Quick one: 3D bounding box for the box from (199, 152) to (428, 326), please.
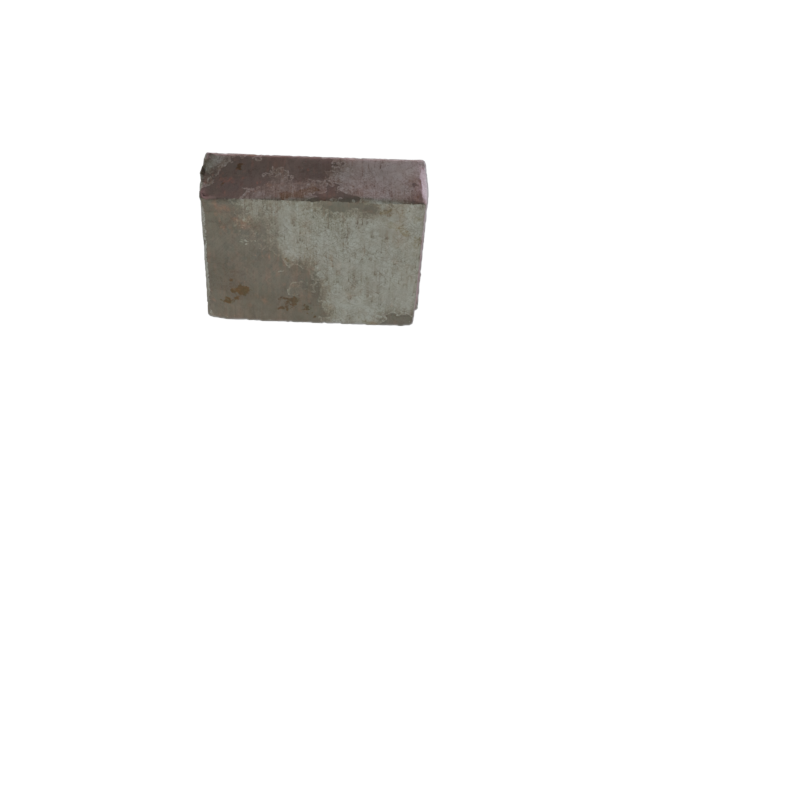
[{"bbox_3d":[-0.045,-0.081,0.570,0.113,0.042,0.084,1,-42,-2],"label":"box"}]
